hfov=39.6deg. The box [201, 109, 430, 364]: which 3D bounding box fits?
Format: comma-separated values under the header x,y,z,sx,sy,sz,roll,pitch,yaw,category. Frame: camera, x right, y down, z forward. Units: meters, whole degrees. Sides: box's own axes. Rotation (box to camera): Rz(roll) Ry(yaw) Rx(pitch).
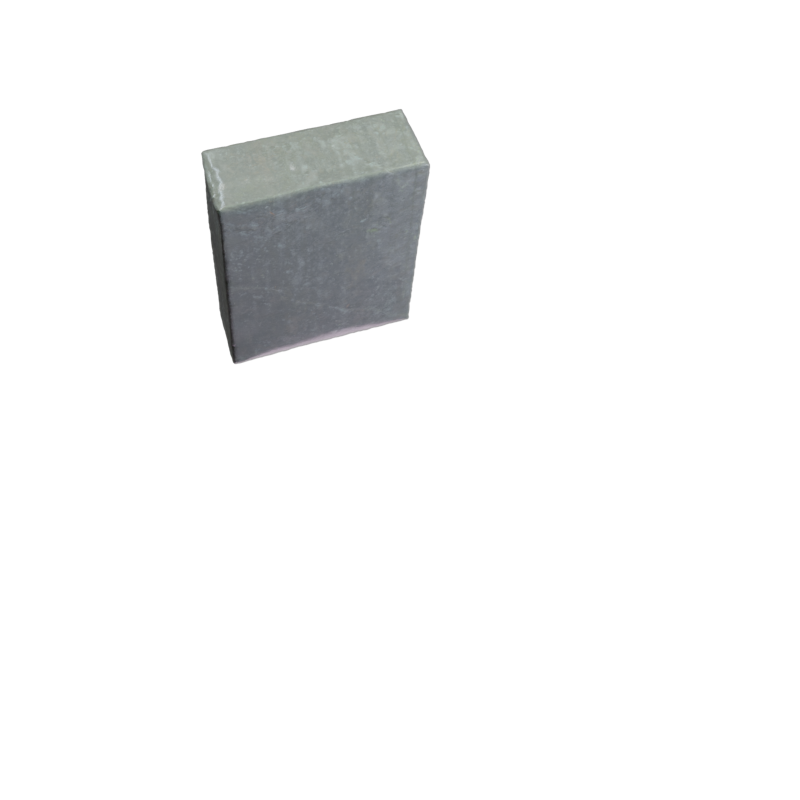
x,y,z,sx,sy,sz,roll,pitch,yaw,category
-0.071,-0.129,0.906,0.163,0.077,0.200,-14,-30,-12,box
